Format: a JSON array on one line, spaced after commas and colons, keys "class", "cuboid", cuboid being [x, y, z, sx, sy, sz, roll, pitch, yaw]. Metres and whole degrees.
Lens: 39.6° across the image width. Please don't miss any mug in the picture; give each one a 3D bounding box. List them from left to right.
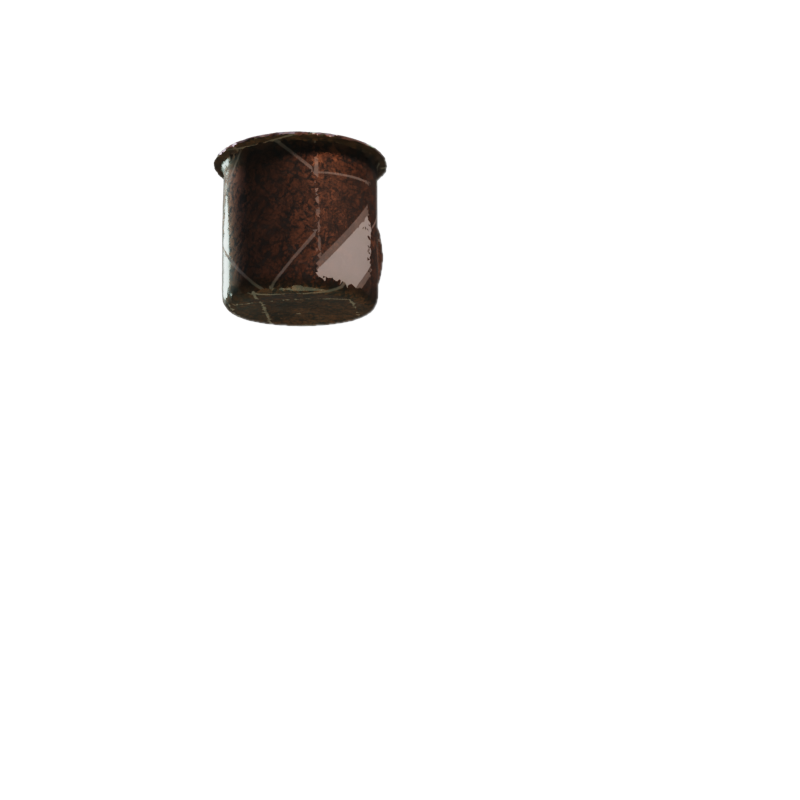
[{"class": "mug", "cuboid": [-0.047, -0.085, 0.595, 0.095, 0.085, 0.110, -9, -15, 31]}]
